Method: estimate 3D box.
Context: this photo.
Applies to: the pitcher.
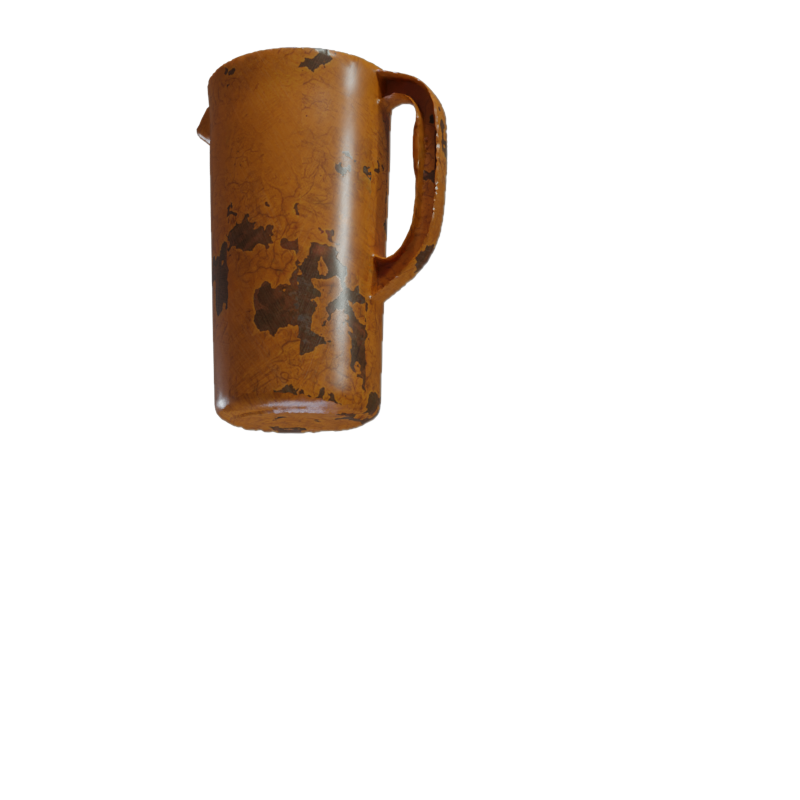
[{"bbox_3d":[-0.058,-0.106,0.746,0.141,0.253,0.148,5,-17,-21],"label":"pitcher"}]
